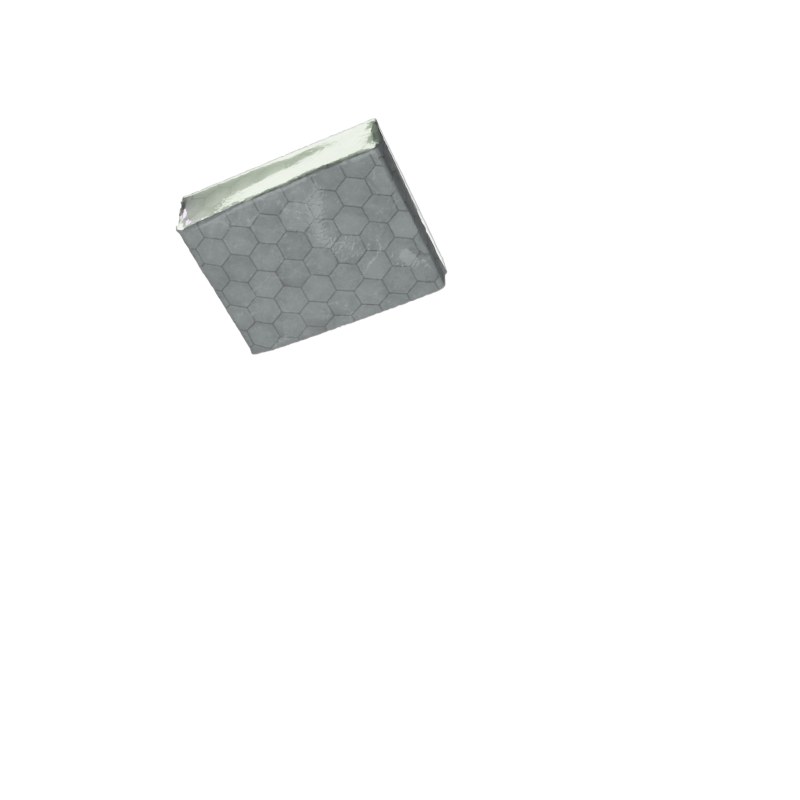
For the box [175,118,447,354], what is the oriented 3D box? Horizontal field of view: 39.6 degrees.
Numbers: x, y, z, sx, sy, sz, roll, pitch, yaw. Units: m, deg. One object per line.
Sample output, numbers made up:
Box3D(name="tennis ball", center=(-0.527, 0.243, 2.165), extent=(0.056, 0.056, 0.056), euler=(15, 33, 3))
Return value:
Box3D(name="box", center=(-0.044, -0.081, 0.568), extent=(0.114, 0.084, 0.041), euler=(-20, 30, 12))
